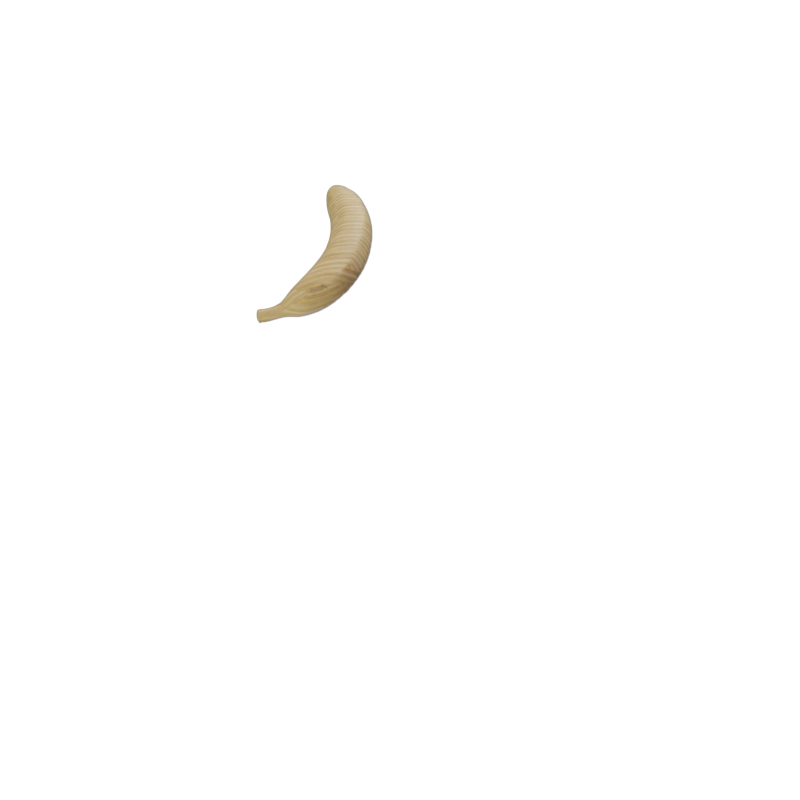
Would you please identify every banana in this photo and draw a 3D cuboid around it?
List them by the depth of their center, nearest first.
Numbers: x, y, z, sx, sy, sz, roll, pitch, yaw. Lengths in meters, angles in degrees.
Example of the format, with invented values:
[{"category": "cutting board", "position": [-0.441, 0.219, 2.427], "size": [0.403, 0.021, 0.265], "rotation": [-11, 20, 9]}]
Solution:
[{"category": "banana", "position": [-0.059, -0.132, 0.965], "size": [0.071, 0.034, 0.207], "rotation": [11, 42, 12]}]
